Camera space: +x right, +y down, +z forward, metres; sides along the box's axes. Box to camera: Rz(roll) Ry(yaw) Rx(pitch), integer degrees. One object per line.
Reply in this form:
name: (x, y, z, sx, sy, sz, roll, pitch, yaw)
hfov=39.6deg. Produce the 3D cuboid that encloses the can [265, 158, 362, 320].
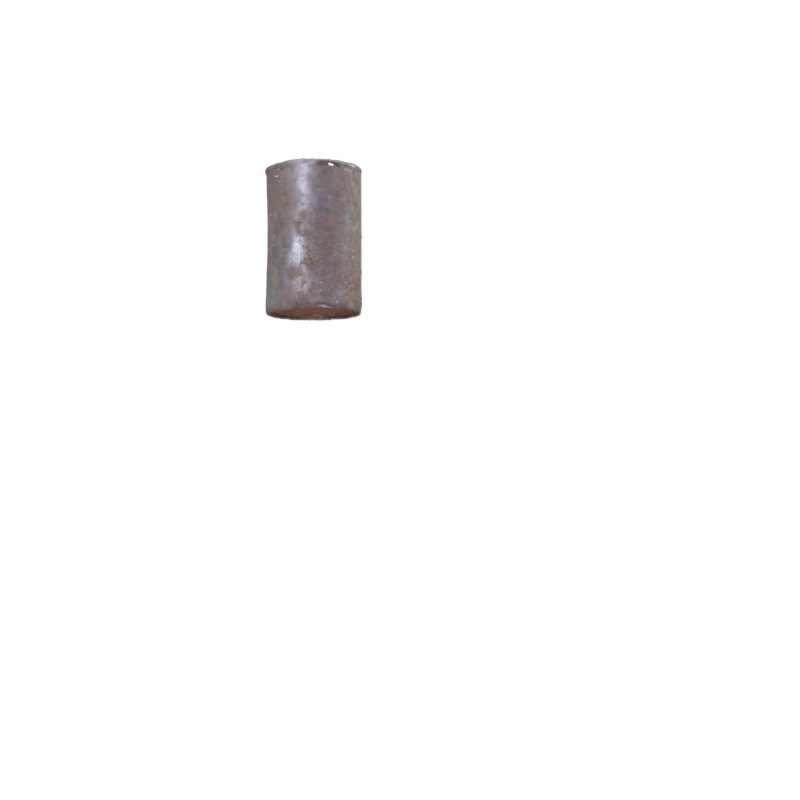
can: (-0.060, -0.109, 0.766, 0.068, 0.105, 0.067, 0, -9, -2)
